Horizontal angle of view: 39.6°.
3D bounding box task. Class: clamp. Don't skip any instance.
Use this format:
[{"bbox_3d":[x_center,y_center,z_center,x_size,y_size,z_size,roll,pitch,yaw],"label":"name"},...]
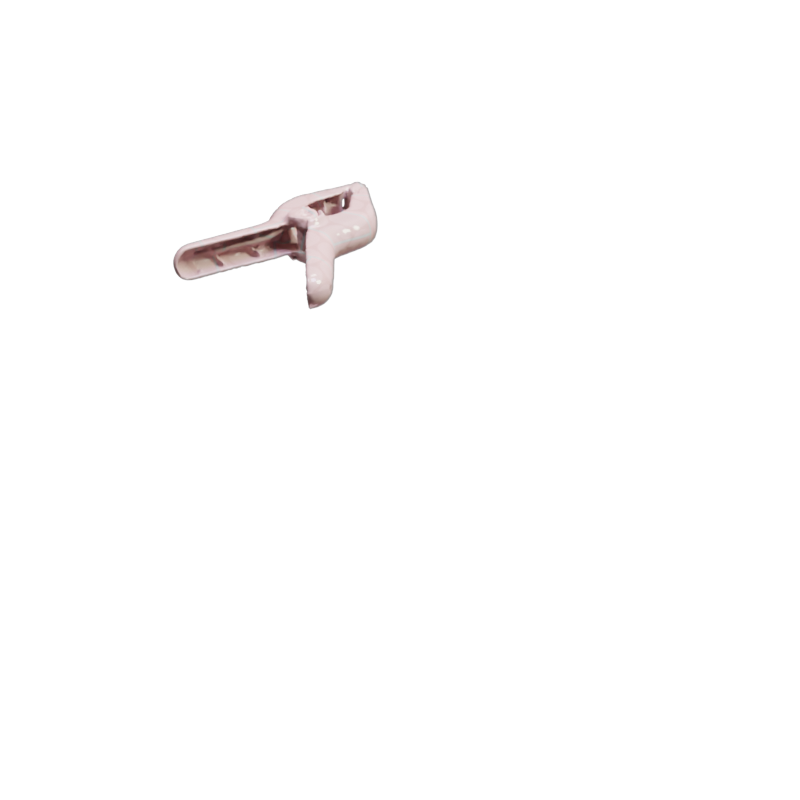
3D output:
[{"bbox_3d":[-0.061,-0.111,0.780,0.127,0.037,0.172,24,41,30],"label":"clamp"}]
